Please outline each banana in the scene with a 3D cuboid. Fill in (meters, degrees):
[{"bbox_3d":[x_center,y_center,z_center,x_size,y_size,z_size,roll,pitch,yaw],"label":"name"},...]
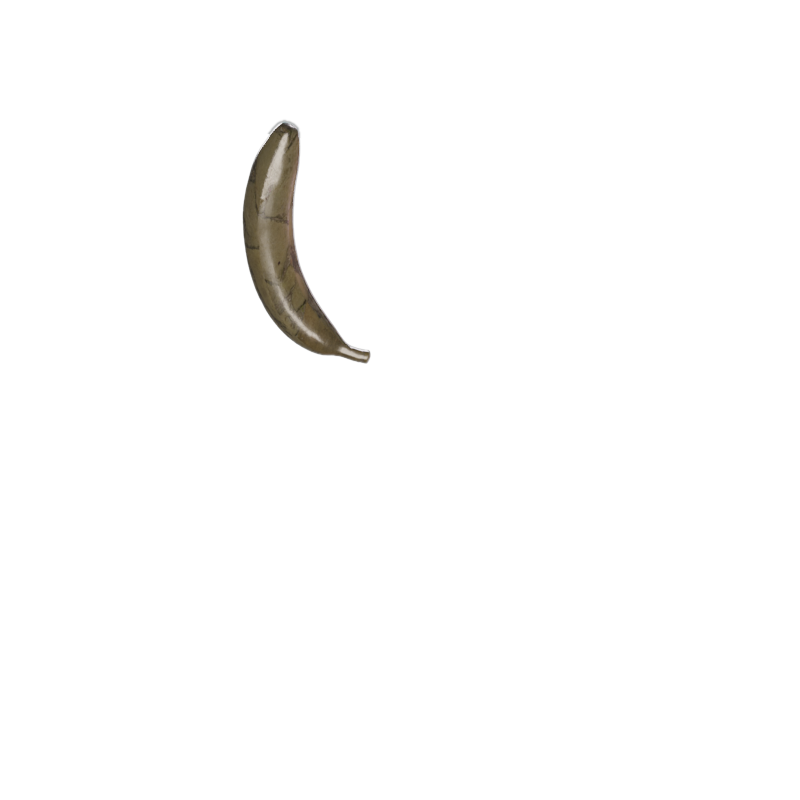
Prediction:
[{"bbox_3d":[-0.081,-0.109,0.826,0.070,0.187,0.039,-16,23,6],"label":"banana"}]
